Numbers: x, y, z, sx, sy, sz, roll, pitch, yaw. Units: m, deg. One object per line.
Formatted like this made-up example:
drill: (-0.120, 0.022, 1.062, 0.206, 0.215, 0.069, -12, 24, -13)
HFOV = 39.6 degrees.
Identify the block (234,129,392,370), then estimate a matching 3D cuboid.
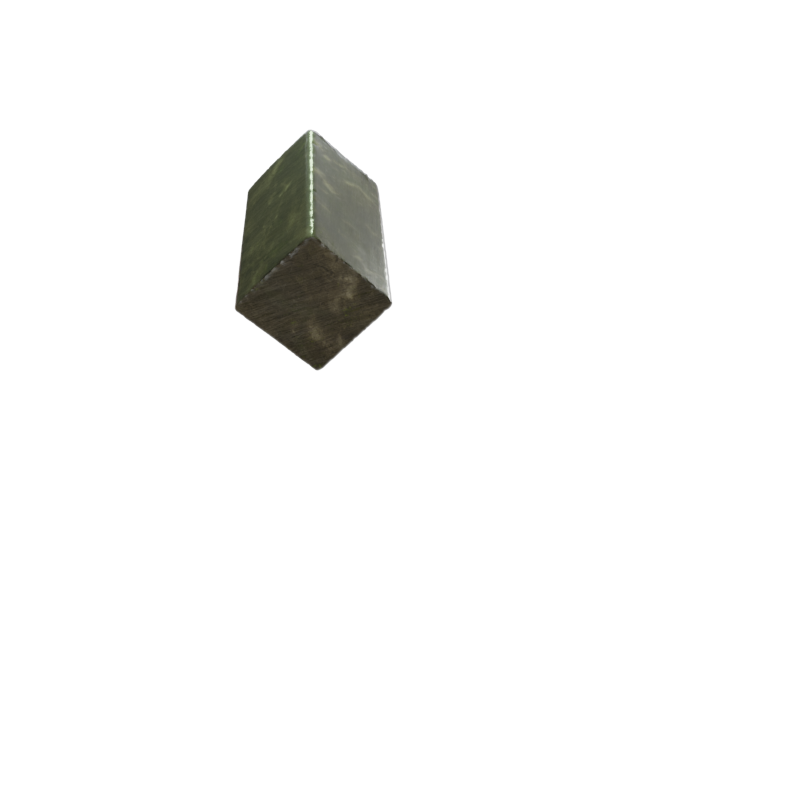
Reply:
block: (-0.073, -0.135, 0.940, 0.086, 0.089, 0.220, 38, 24, -25)
